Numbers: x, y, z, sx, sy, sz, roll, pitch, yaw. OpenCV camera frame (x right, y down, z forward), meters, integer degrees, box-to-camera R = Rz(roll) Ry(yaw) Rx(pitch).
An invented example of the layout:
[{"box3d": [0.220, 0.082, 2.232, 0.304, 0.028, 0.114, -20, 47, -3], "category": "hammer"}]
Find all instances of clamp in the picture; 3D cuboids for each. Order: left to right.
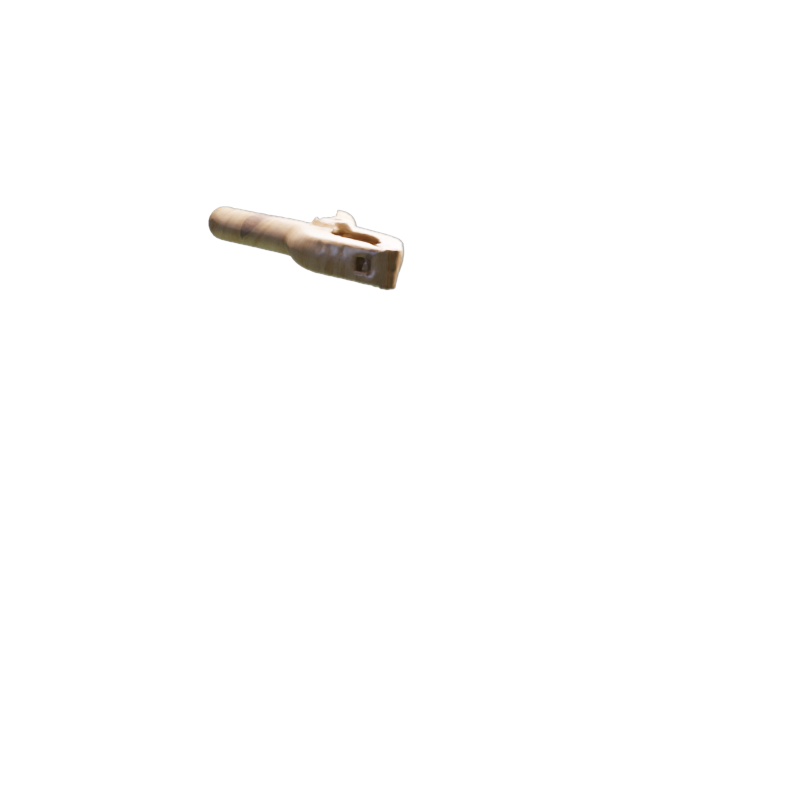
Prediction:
[{"box3d": [-0.061, -0.111, 0.777, 0.117, 0.038, 0.181, -7, 18, -22], "category": "clamp"}]
